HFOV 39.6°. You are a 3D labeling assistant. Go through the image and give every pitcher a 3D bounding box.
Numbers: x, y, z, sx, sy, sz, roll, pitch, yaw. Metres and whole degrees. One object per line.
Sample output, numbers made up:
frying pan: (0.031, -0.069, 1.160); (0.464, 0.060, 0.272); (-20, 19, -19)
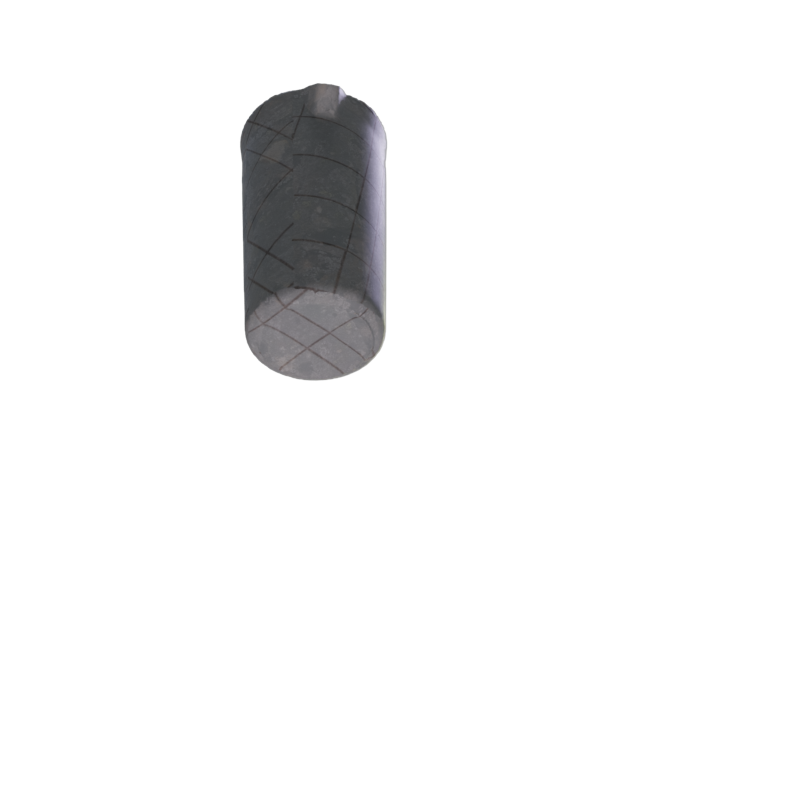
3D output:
pitcher: (-0.073, -0.133, 0.930); (0.145, 0.261, 0.138); (-25, -46, 23)
